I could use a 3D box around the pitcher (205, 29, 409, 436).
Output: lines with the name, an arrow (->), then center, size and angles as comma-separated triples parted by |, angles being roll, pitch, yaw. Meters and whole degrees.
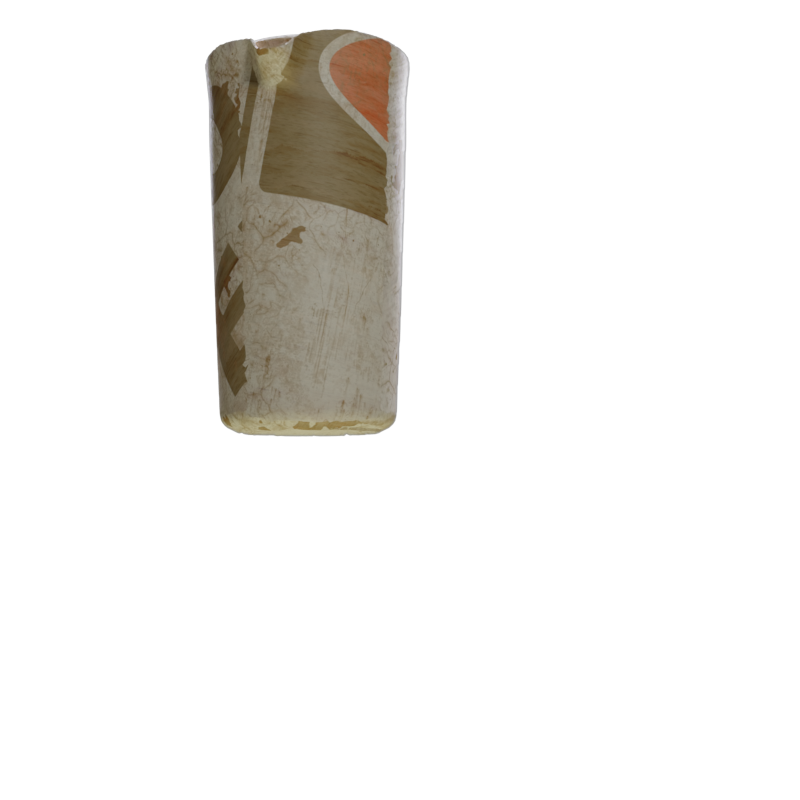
pitcher -> -0.056, -0.101, 0.709 | 0.143, 0.250, 0.147 | 6, -12, -33
